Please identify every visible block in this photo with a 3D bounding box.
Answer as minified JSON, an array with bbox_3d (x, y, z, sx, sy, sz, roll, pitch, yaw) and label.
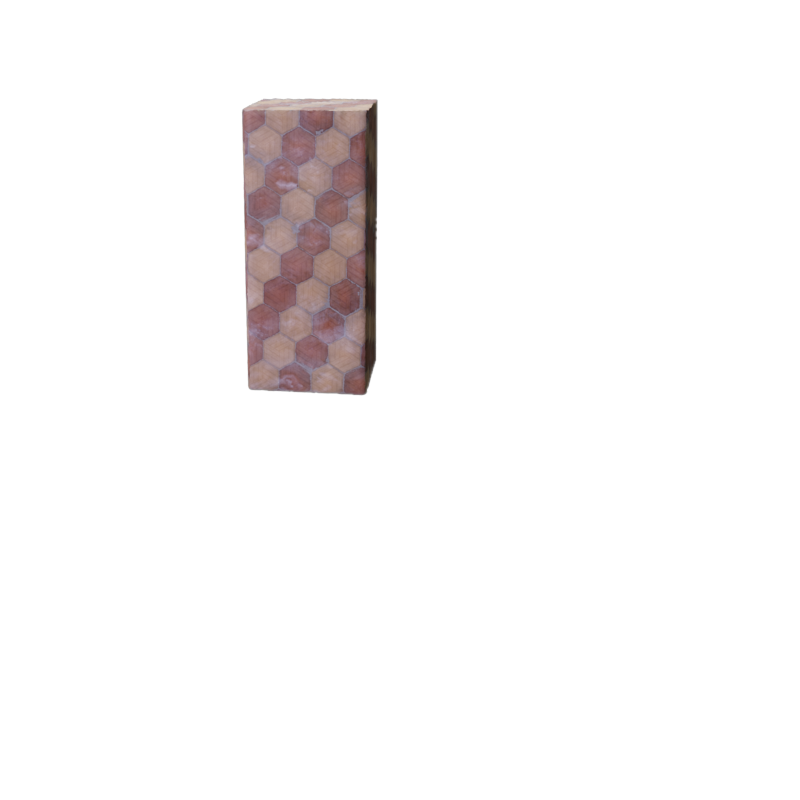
[{"bbox_3d":[-0.065,-0.118,0.826,0.091,0.200,0.092,2,14,5],"label":"block"}]
